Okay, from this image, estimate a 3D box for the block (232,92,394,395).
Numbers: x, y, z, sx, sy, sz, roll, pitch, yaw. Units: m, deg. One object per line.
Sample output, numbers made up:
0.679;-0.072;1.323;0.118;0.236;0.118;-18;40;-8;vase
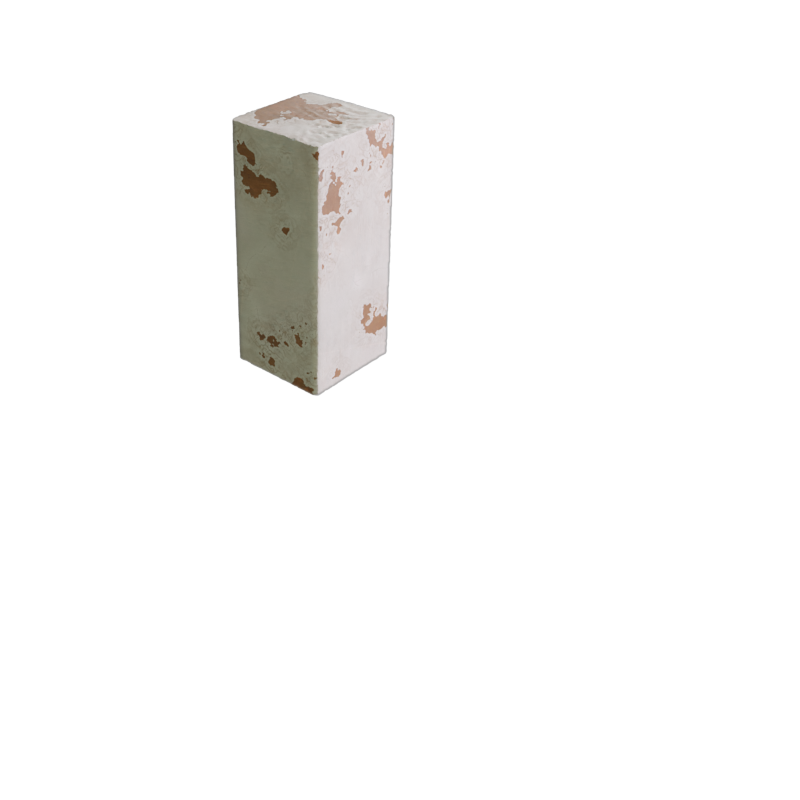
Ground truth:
-0.068;-0.124;0.867;0.096;0.194;0.091;23;35;33;block
